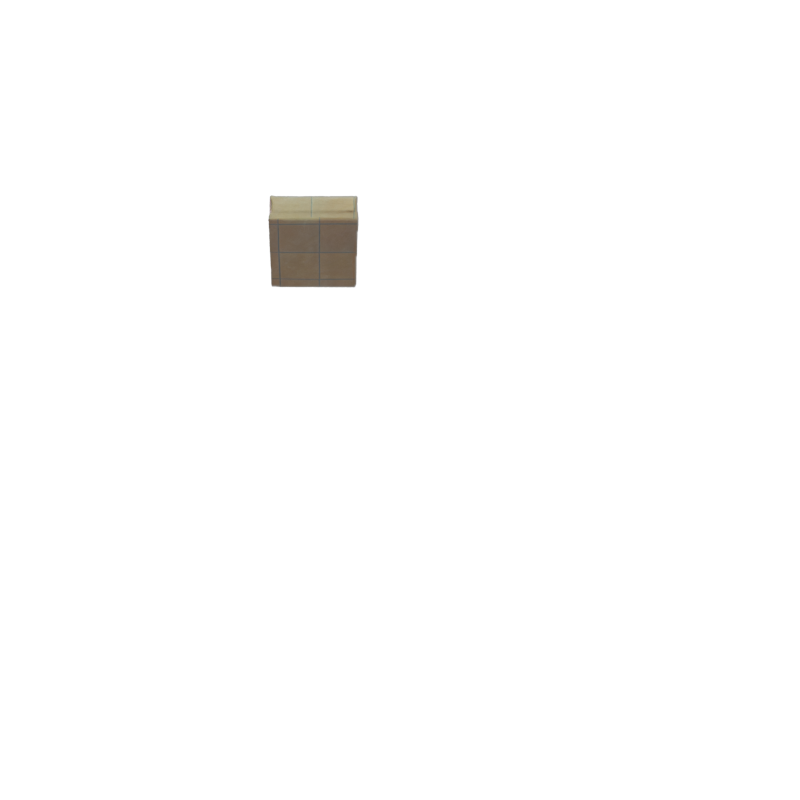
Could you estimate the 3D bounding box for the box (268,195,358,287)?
[{"bbox_3d":[-0.073,-0.132,0.927,0.073,0.032,0.083,1,-38,-2],"label":"box"}]
